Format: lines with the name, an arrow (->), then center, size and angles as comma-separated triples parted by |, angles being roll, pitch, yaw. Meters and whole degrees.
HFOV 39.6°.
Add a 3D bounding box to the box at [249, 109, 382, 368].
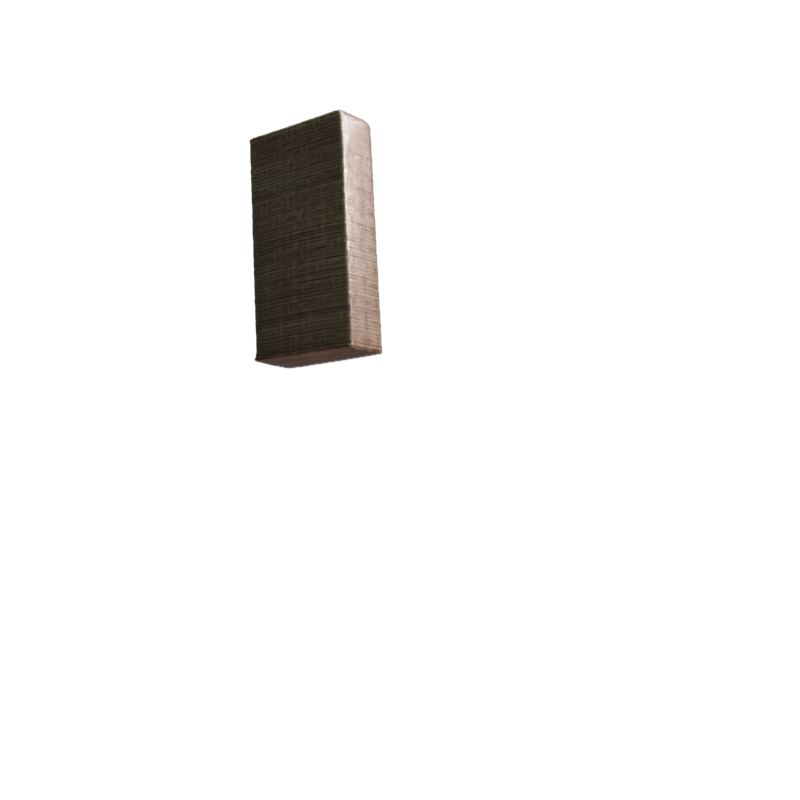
box -> -0.064, -0.117, 0.820 | 0.095, 0.183, 0.045 | -11, -18, 36
